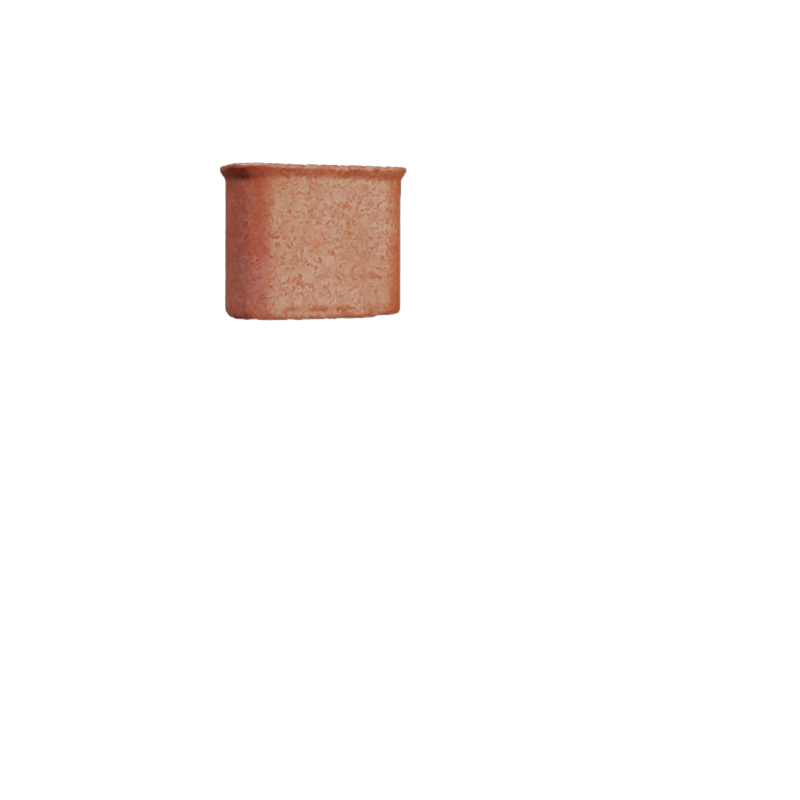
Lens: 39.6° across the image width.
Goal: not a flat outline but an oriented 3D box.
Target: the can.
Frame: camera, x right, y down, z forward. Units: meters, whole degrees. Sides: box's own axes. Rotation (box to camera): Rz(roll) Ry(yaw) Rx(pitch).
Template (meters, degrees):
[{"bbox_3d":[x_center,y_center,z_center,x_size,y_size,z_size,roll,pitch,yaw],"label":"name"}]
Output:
[{"bbox_3d":[-0.048,-0.089,0.620,0.099,0.084,0.059,-2,3,-20],"label":"can"}]
